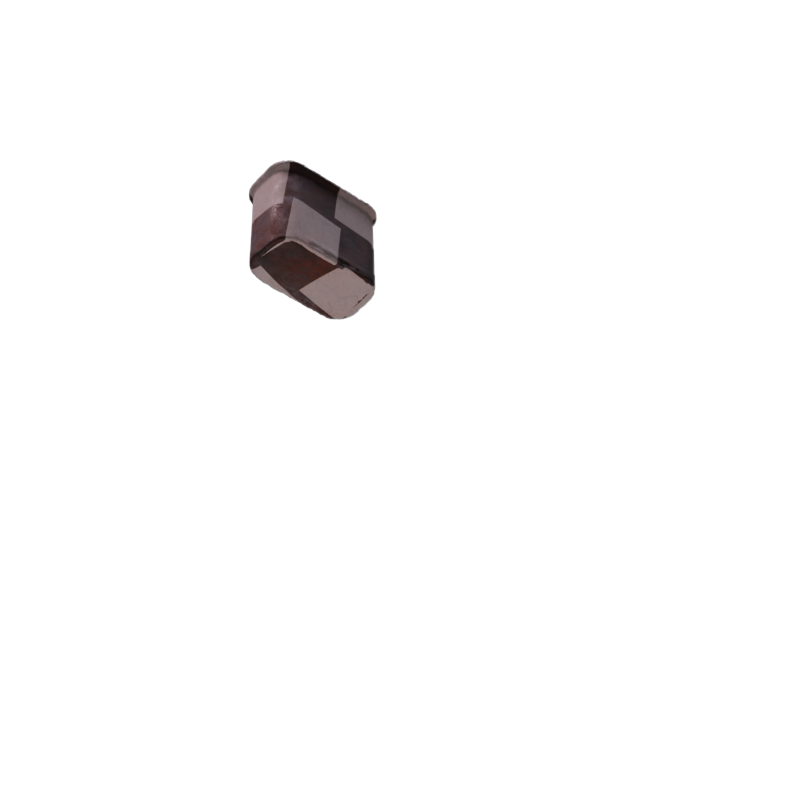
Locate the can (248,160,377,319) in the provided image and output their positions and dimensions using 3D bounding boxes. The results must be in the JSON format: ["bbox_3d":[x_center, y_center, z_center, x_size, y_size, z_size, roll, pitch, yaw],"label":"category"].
[{"bbox_3d":[-0.066,-0.120,0.841,0.096,0.090,0.056,27,-50,-28],"label":"can"}]
